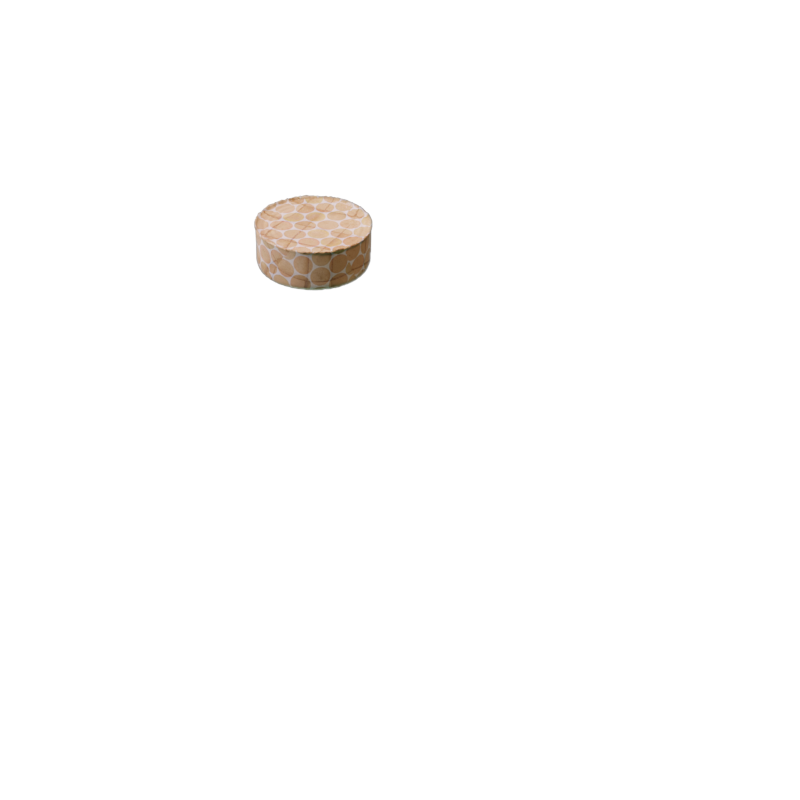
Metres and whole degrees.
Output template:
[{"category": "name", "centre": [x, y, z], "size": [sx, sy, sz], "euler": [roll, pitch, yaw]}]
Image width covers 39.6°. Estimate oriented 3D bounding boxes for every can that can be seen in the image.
[{"category": "can", "centre": [-0.063, -0.116, 0.810], "size": [0.086, 0.031, 0.092], "euler": [-1, 35, -2]}]
